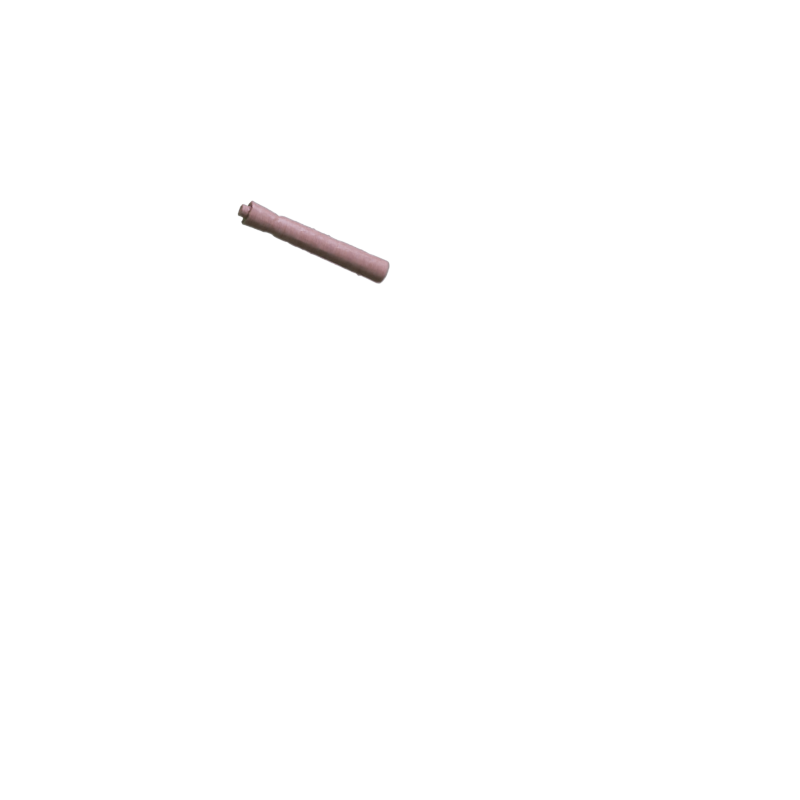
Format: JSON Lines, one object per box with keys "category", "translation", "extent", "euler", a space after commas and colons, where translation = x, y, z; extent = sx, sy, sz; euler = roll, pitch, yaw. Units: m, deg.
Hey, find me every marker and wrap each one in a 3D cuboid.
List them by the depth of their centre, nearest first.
{"category": "marker", "translation": [-0.064, -0.117, 0.821], "extent": [0.117, 0.020, 0.020], "euler": [22, -4, -16]}
